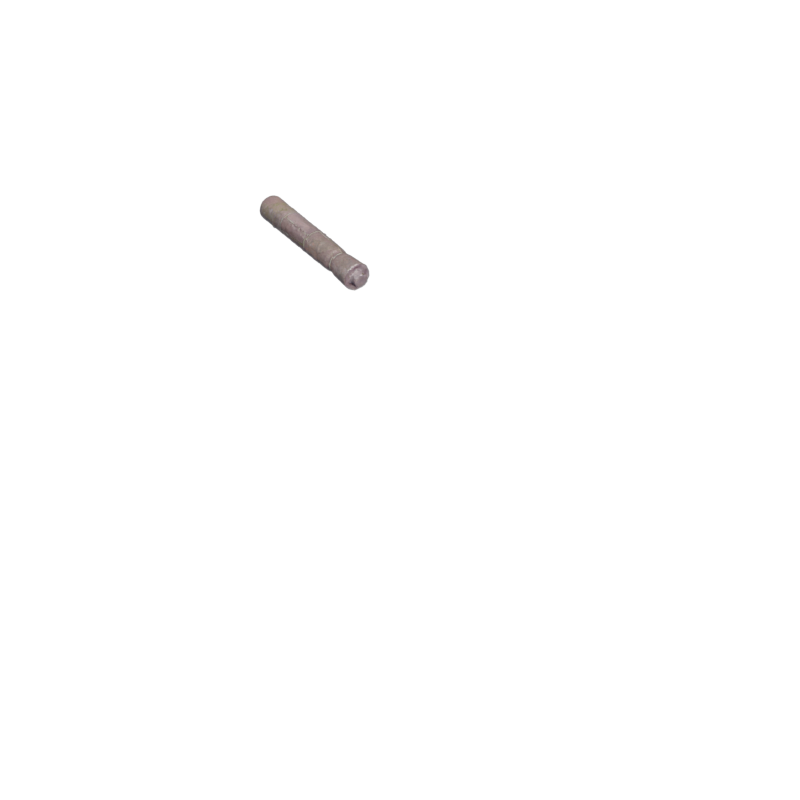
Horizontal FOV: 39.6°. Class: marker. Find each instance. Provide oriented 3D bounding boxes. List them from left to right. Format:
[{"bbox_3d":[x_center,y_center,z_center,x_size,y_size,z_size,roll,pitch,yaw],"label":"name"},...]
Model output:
[{"bbox_3d":[-0.058,-0.105,0.739,0.019,0.019,0.130,-3,30,-35],"label":"marker"}]
